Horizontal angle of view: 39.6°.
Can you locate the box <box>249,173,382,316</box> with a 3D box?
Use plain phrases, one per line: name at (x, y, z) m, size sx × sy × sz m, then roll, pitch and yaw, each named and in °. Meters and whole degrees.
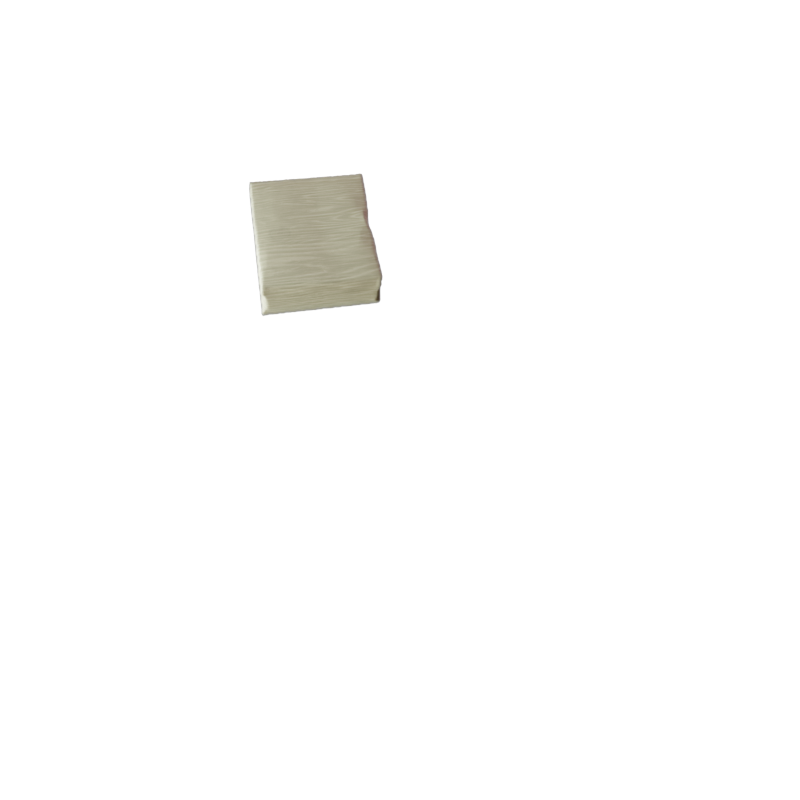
box at (-0.054, -0.098, 0.685) m, size 0.073 × 0.096 × 0.028 m, roll -6°, pitch -37°, yaw -5°
